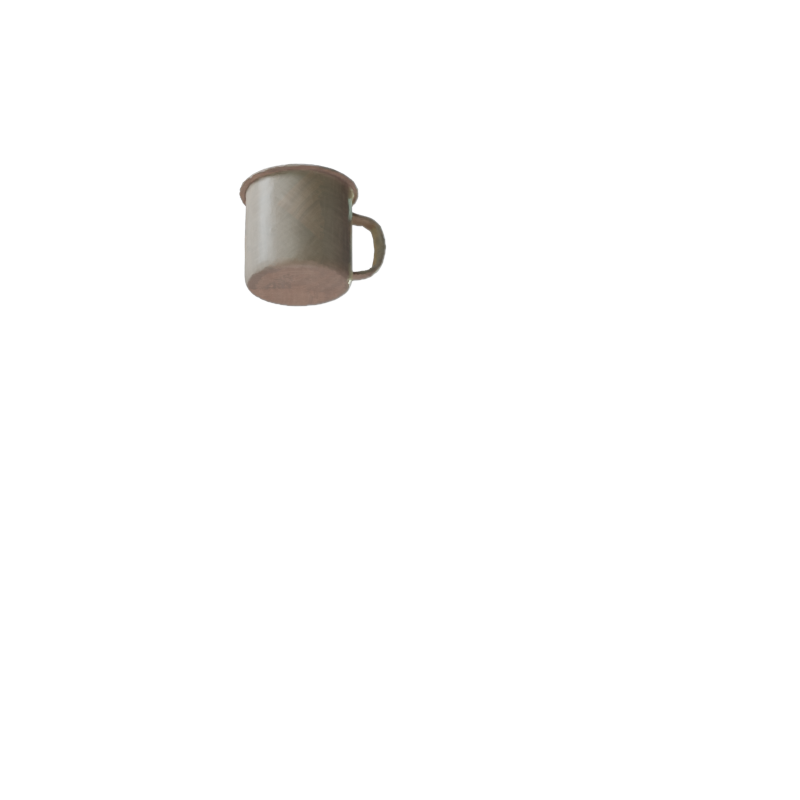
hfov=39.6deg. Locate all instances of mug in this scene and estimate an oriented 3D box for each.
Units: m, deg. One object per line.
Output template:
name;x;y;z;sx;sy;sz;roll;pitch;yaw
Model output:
mug;-0.067;-0.121;0.851;0.113;0.086;0.091;8;-23;-21
